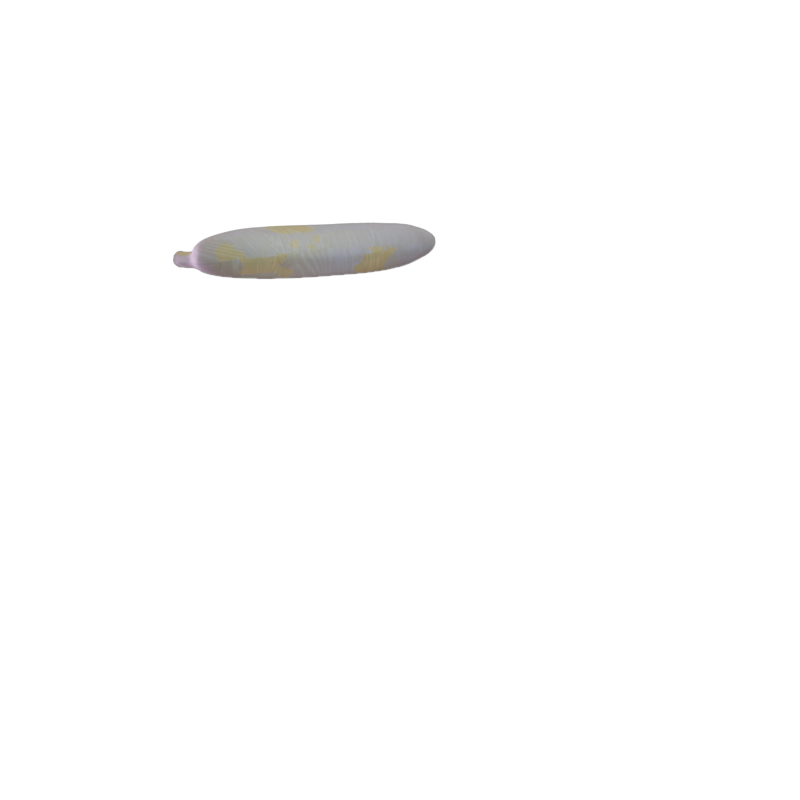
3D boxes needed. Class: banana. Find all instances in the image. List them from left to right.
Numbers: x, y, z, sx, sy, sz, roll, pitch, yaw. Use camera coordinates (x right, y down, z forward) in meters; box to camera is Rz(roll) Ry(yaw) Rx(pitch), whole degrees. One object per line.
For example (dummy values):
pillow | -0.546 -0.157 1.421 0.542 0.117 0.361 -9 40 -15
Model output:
banana | -0.063 -0.111 0.801 0.195 0.035 0.073 -3 18 -10
